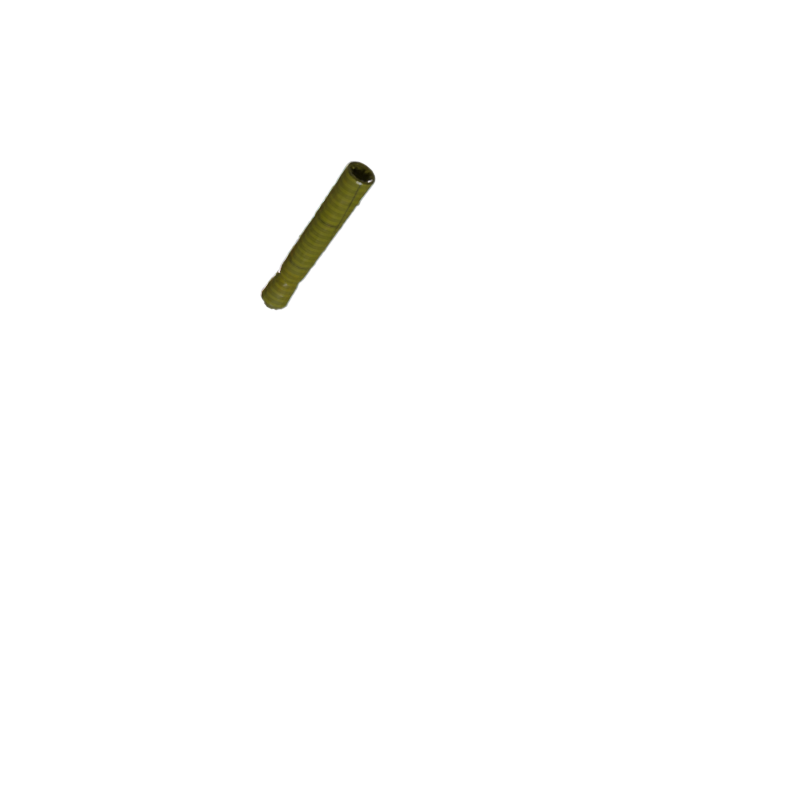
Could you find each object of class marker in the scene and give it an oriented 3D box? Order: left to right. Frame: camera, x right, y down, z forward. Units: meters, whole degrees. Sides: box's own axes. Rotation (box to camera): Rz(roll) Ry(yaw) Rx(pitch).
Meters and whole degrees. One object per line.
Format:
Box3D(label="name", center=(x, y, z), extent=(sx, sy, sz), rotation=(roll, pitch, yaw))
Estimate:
Box3D(label="marker", center=(-0.051, -0.094, 0.657), extent=(0.019, 0.021, 0.117), rotation=(-2, -34, -39))
